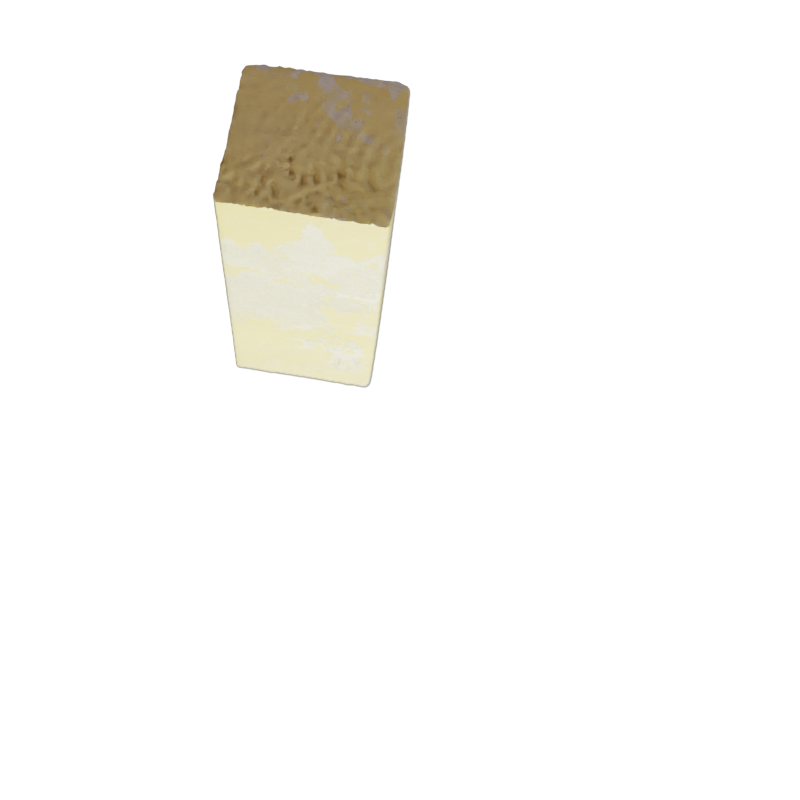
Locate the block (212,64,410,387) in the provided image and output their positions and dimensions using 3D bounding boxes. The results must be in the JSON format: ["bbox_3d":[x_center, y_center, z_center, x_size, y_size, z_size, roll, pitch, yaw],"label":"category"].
[{"bbox_3d":[-0.050,-0.093,0.647,0.091,0.095,0.195,9,-24,0],"label":"block"}]
